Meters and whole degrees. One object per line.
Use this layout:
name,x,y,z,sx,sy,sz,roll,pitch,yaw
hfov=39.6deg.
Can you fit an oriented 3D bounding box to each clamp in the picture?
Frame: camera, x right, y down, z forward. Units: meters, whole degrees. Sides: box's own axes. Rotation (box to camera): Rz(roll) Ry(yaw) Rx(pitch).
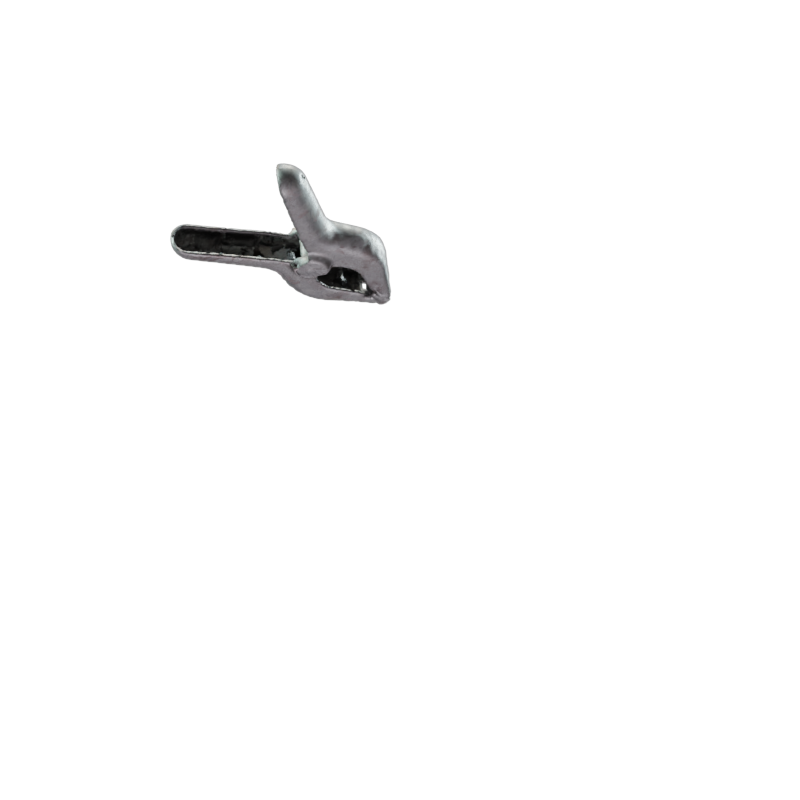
clamp,-0.061,-0.111,0.780,0.162,0.041,0.120,14,-24,-36
